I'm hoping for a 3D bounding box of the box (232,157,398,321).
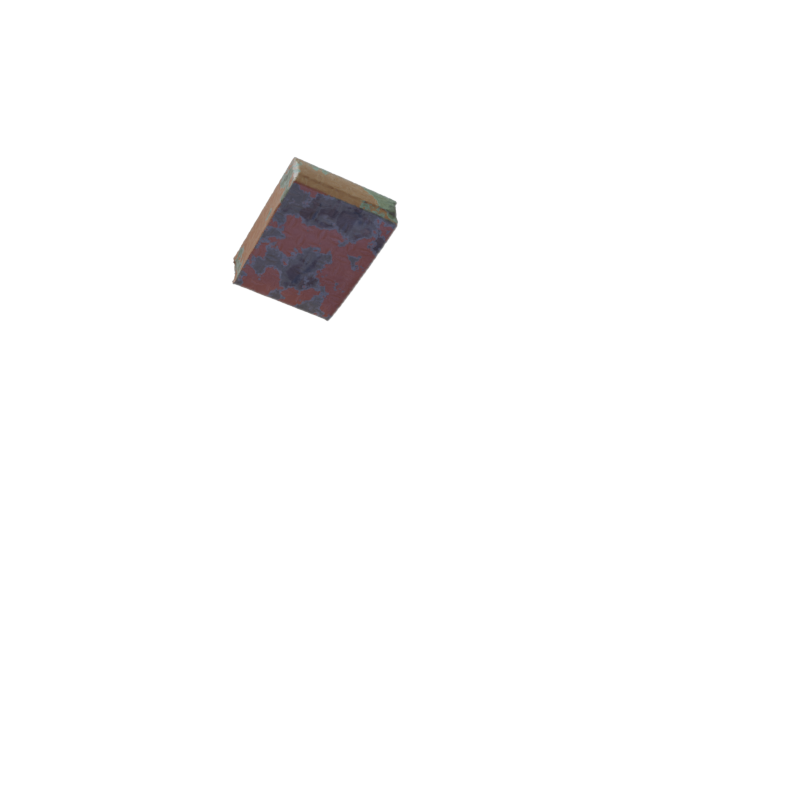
[{"bbox_3d":[-0.067,-0.123,0.859,0.087,0.110,0.042,24,34,-18],"label":"box"}]
